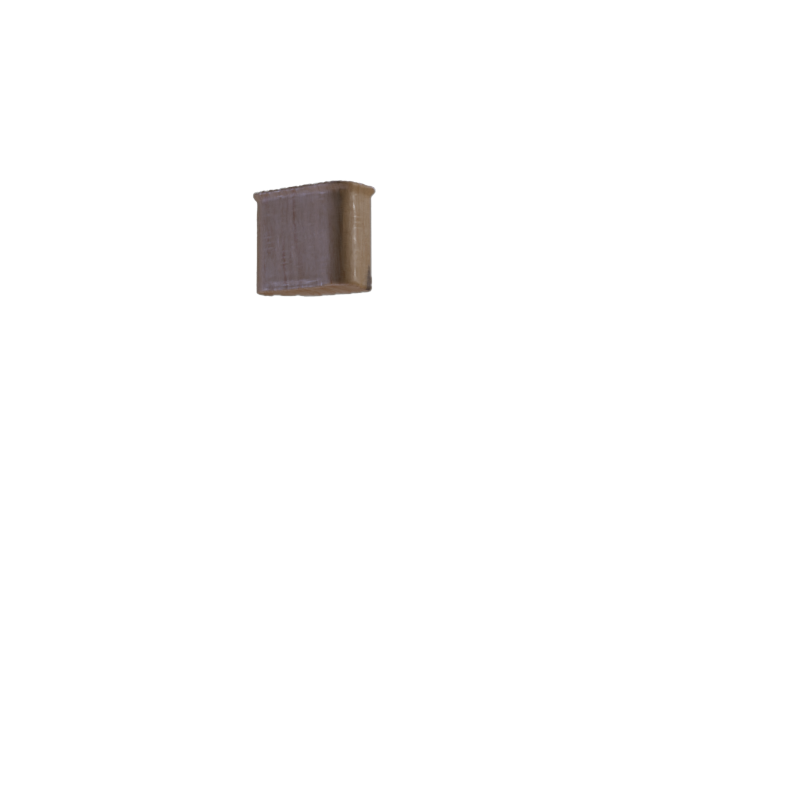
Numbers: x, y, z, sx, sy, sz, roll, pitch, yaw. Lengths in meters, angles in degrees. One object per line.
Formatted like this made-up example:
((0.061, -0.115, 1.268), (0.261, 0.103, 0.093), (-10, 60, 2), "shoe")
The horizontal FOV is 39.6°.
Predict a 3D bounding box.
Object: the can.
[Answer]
((-0.070, -0.129, 0.901), (0.105, 0.085, 0.055), (-3, -7, 34), "can")
